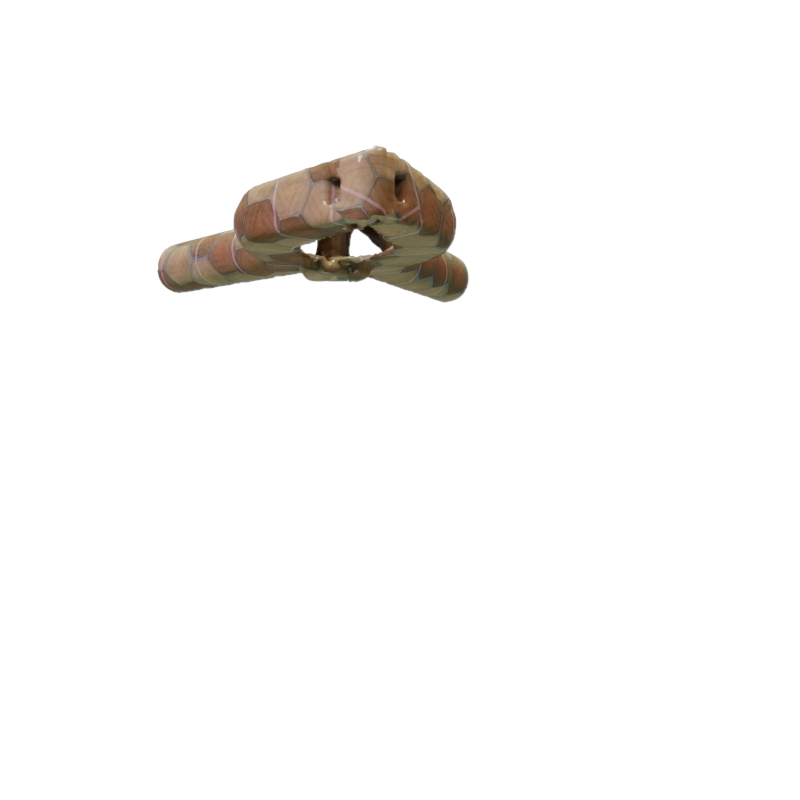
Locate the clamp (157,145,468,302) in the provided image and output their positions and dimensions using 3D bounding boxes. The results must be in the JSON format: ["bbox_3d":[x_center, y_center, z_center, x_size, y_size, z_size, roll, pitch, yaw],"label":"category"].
[{"bbox_3d":[-0.040,-0.073,0.508,0.164,0.037,0.206,0,-4,-2],"label":"clamp"}]
